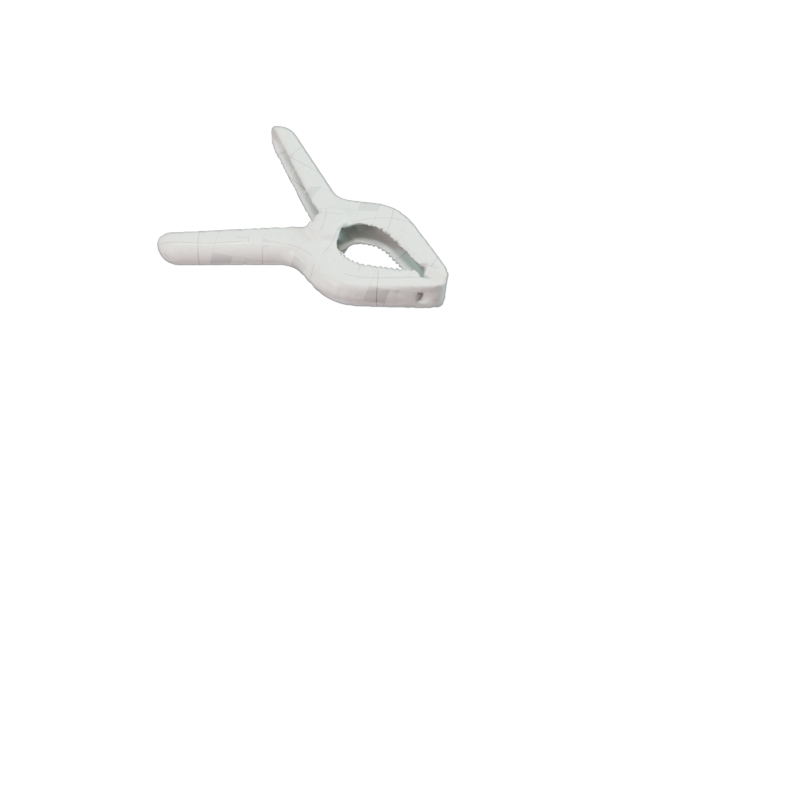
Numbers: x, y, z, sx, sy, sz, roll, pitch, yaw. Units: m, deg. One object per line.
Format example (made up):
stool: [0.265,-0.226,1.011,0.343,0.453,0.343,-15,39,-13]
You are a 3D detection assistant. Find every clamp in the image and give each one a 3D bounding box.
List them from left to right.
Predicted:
clamp: [-0.065,-0.119,0.831,0.221,0.034,0.167,32,57,23]
